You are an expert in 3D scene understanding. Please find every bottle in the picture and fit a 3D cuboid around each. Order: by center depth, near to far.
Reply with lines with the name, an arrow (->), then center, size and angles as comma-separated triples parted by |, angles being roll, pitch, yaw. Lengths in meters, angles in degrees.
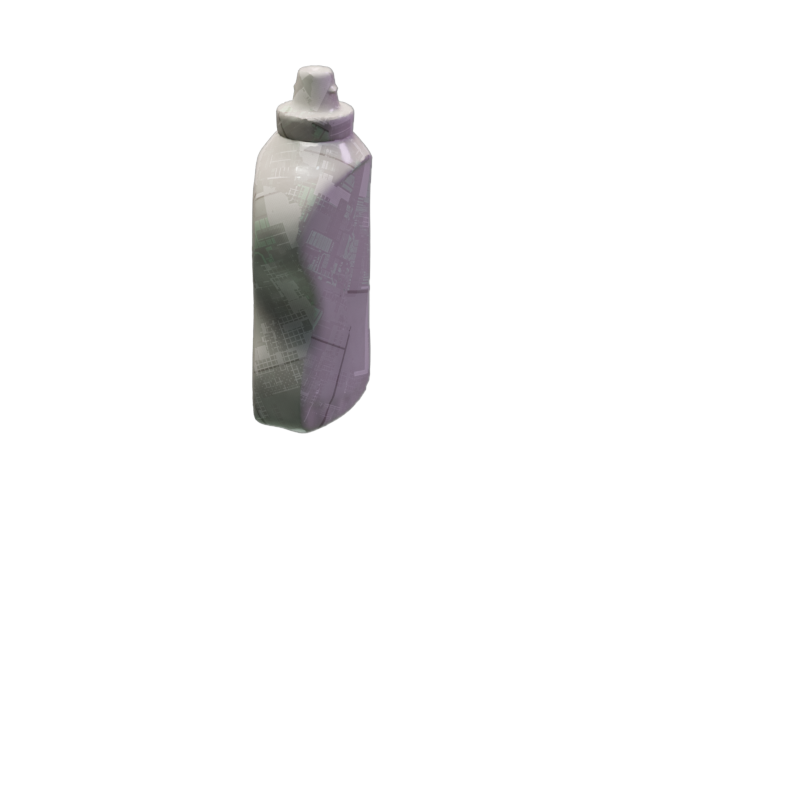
bottle -> -0.047, -0.086, 0.605 | 0.060, 0.182, 0.097 | 11, 25, 20
